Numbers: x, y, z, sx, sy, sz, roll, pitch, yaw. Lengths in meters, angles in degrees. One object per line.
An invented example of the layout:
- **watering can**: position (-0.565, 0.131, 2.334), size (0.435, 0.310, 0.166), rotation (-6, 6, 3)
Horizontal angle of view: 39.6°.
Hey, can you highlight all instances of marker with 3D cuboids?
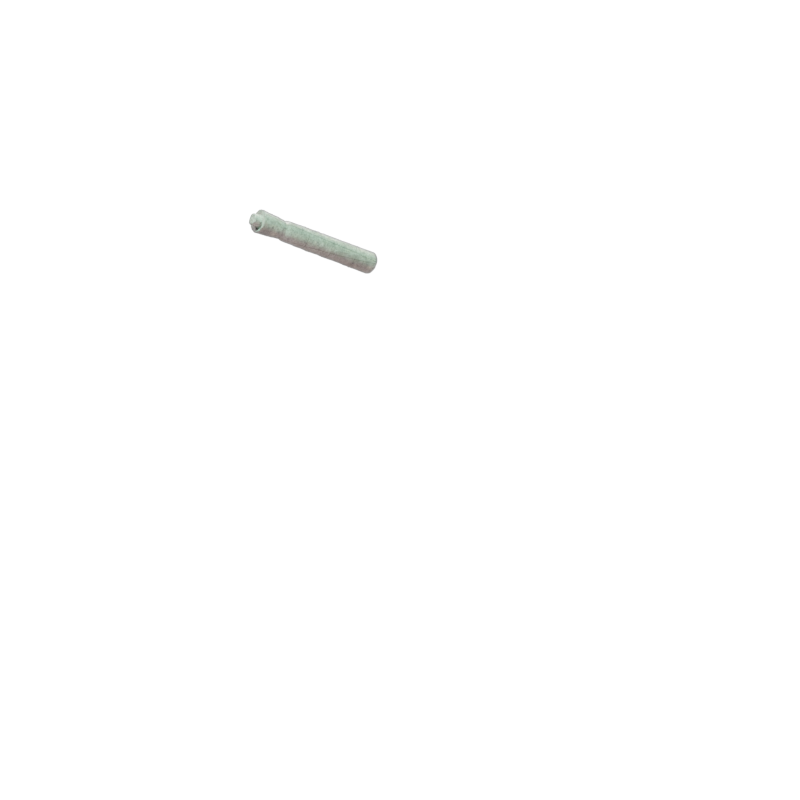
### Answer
- **marker**: position (-0.069, -0.126, 0.885), size (0.114, 0.020, 0.021), rotation (16, -7, -36)
